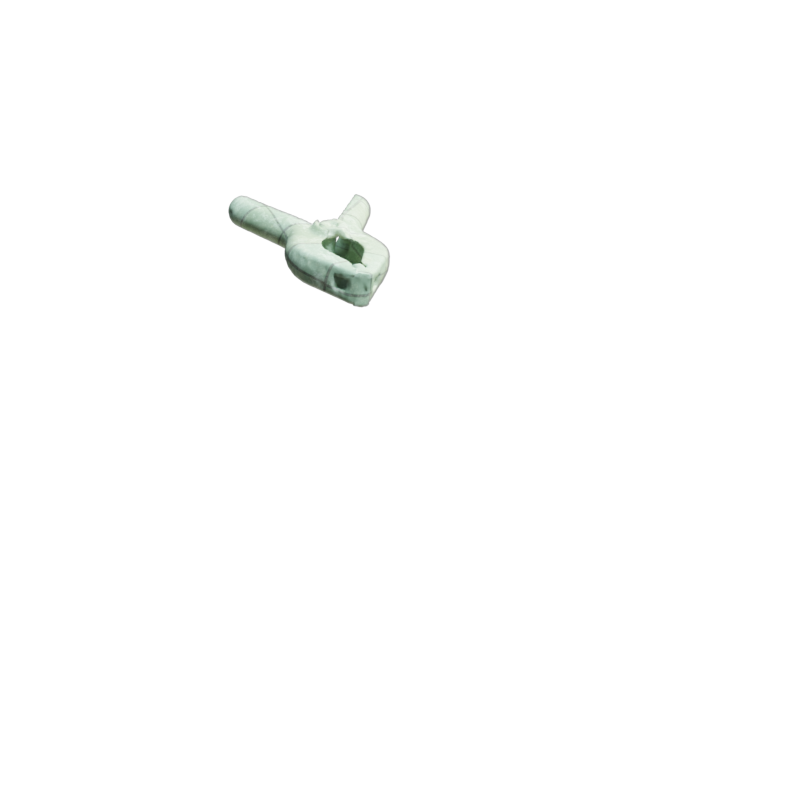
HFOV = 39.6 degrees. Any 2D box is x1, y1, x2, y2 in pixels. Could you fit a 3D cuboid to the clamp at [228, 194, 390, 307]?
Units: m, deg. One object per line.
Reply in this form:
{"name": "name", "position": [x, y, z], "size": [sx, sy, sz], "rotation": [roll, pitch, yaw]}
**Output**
{"name": "clamp", "position": [-0.067, -0.122, 0.857], "size": [0.119, 0.037, 0.183], "rotation": [-5, 28, -11]}
